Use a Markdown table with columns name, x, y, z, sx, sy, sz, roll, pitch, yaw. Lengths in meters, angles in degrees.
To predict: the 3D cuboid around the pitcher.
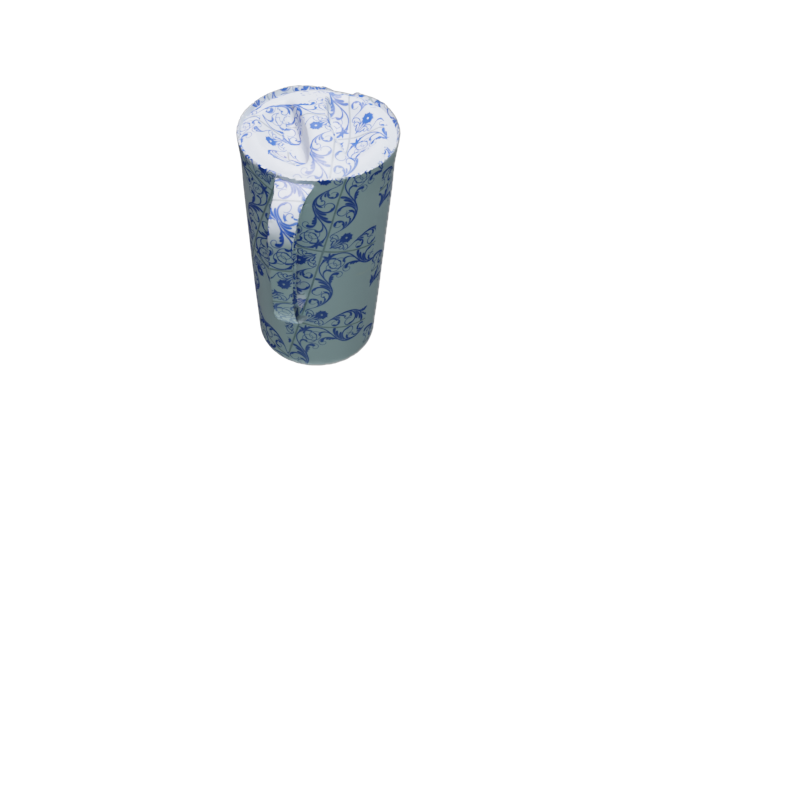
| name | x | y | z | sx | sy | sz | roll | pitch | yaw |
| --- | --- | --- | --- | --- | --- | --- | --- | --- | --- |
| pitcher | -0.076 | -0.139 | 0.970 | 0.148 | 0.226 | 0.156 | -23 | 51 | -23 |
